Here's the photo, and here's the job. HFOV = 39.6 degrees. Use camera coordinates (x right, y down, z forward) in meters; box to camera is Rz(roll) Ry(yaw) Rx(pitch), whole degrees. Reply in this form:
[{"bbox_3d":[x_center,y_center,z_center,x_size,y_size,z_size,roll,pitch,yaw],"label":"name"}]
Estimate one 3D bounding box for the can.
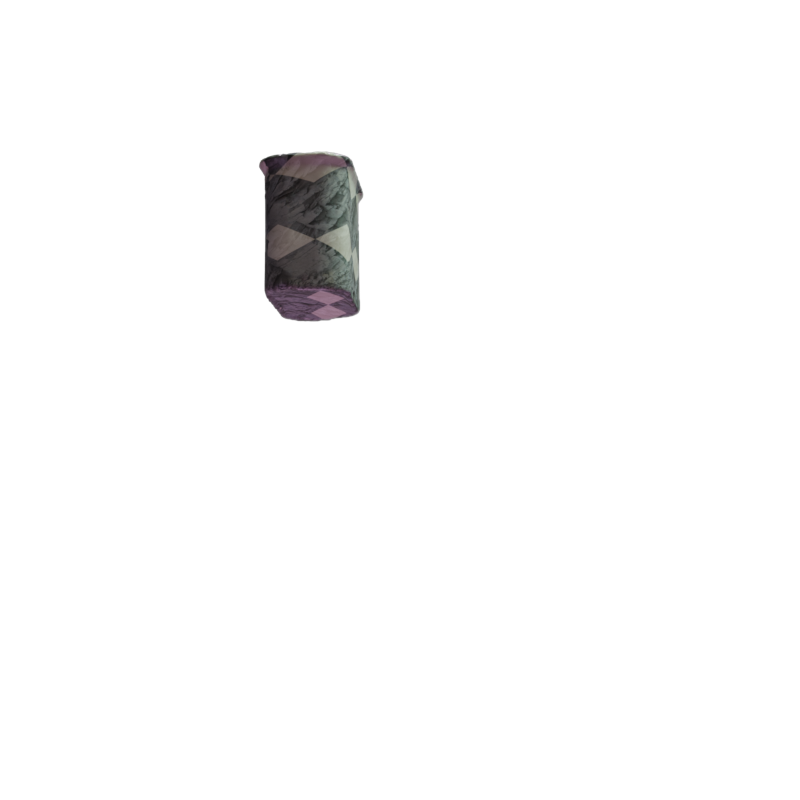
[{"bbox_3d":[-0.054,-0.099,0.695,0.058,0.086,0.098,-2,-11,5],"label":"can"}]
